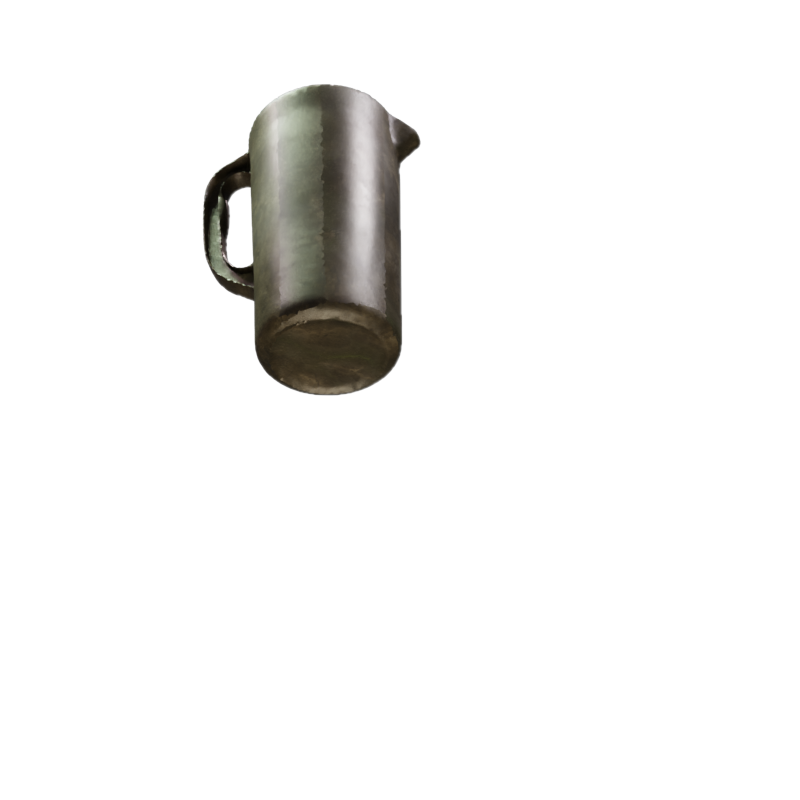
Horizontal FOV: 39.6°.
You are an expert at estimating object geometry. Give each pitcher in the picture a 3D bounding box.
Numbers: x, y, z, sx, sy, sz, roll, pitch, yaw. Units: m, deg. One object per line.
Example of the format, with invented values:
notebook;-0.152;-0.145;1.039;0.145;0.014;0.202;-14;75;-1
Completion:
pitcher;-0.070;-0.127;0.889;0.138;0.261;0.145;21;-46;-25
